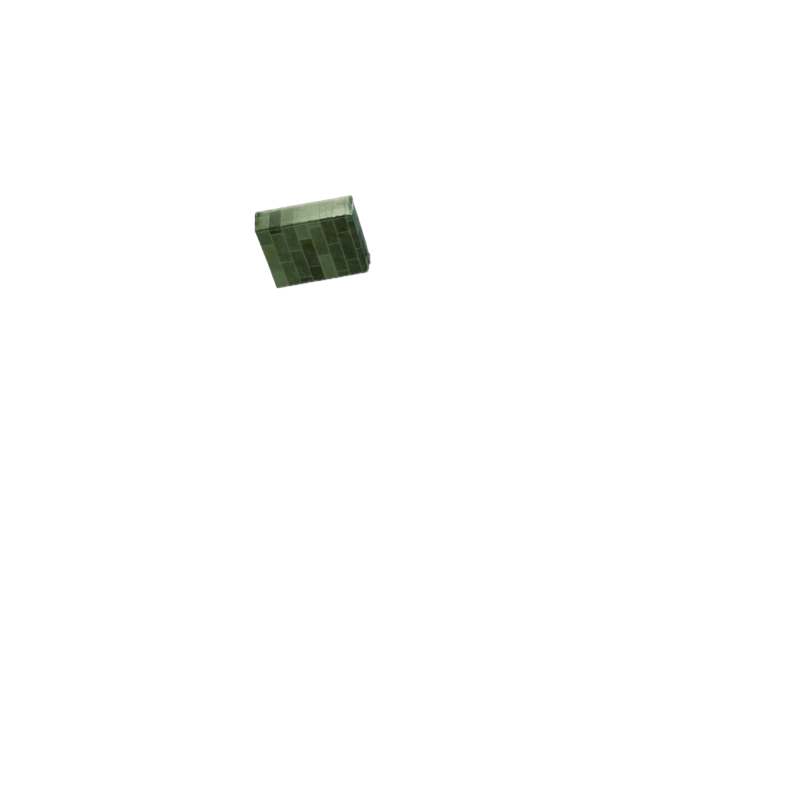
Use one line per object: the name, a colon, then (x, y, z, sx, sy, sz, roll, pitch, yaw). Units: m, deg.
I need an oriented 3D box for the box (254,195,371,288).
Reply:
box: (-0.077, -0.140, 0.981, 0.090, 0.032, 0.067, -9, -43, 9)
